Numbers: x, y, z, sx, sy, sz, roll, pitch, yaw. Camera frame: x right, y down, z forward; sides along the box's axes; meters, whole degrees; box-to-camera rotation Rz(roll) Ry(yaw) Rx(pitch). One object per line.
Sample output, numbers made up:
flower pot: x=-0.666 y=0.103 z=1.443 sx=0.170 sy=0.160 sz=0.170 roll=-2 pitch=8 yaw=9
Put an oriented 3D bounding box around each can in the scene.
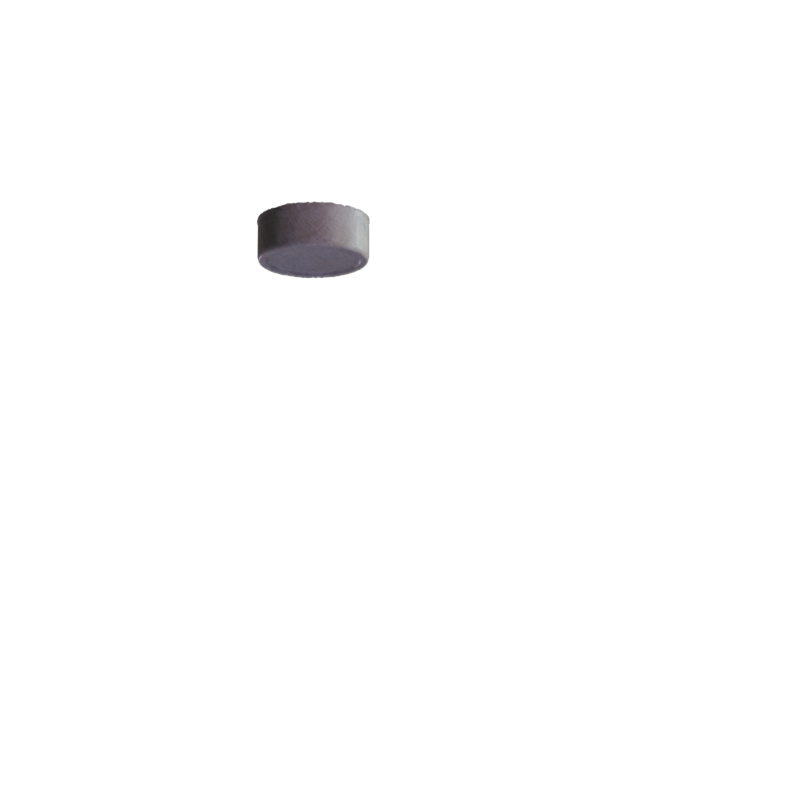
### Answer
can: x=-0.066 y=-0.120 z=0.837 sx=0.086 sy=0.035 sz=0.083 roll=0 pitch=-12 yaw=-2
